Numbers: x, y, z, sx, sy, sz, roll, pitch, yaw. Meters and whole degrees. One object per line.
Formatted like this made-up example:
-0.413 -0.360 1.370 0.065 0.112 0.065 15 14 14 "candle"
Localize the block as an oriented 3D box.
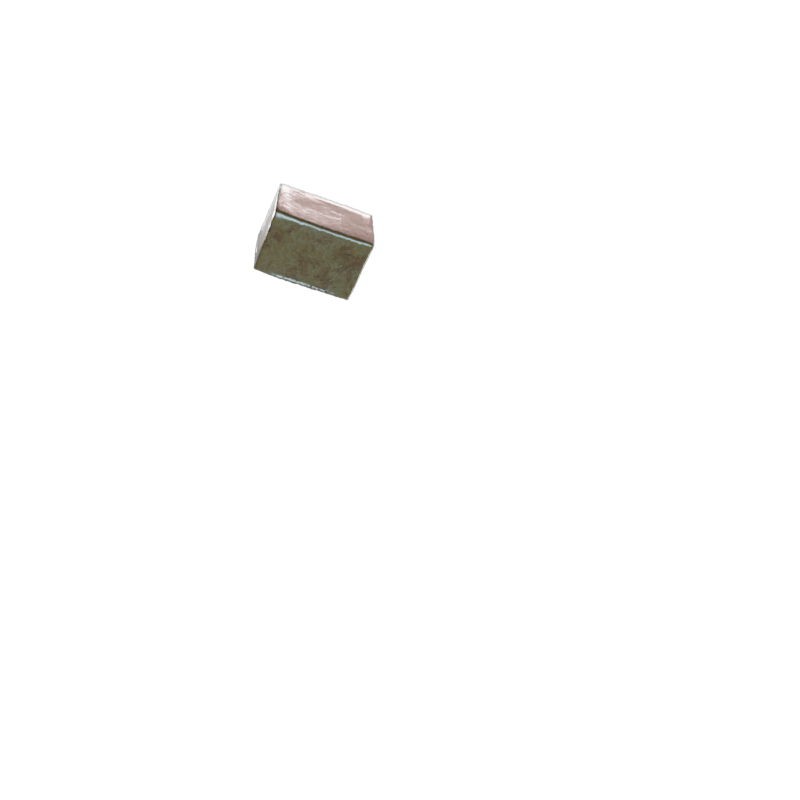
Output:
-0.065 -0.118 0.826 0.076 0.051 0.054 19 29 -12 "block"
